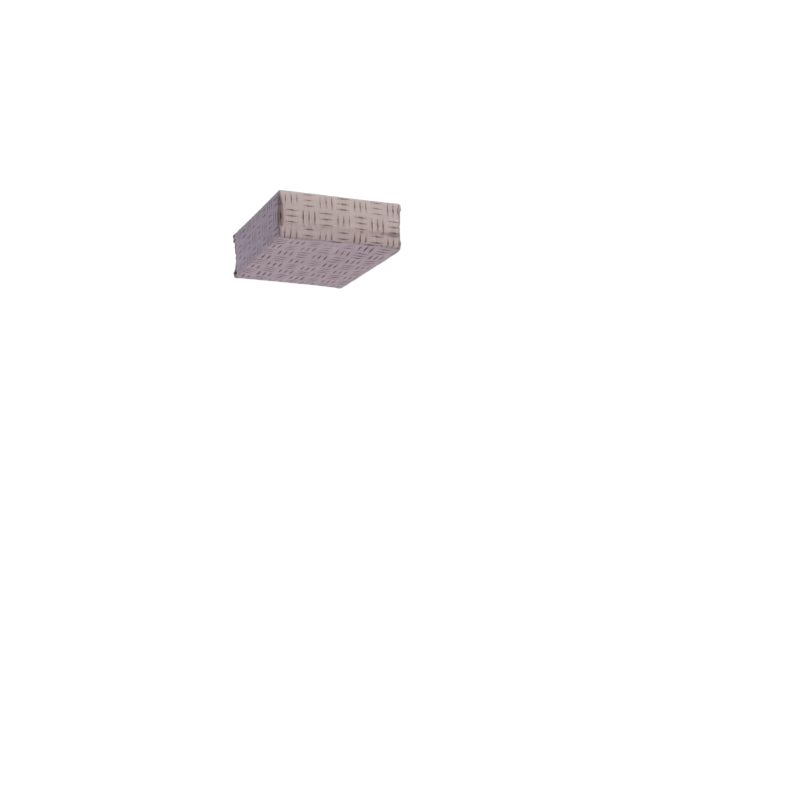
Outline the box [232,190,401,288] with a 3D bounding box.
[{"bbox_3d":[-0.062,-0.113,0.791,0.087,0.040,0.113,5,-13,-23],"label":"box"}]
